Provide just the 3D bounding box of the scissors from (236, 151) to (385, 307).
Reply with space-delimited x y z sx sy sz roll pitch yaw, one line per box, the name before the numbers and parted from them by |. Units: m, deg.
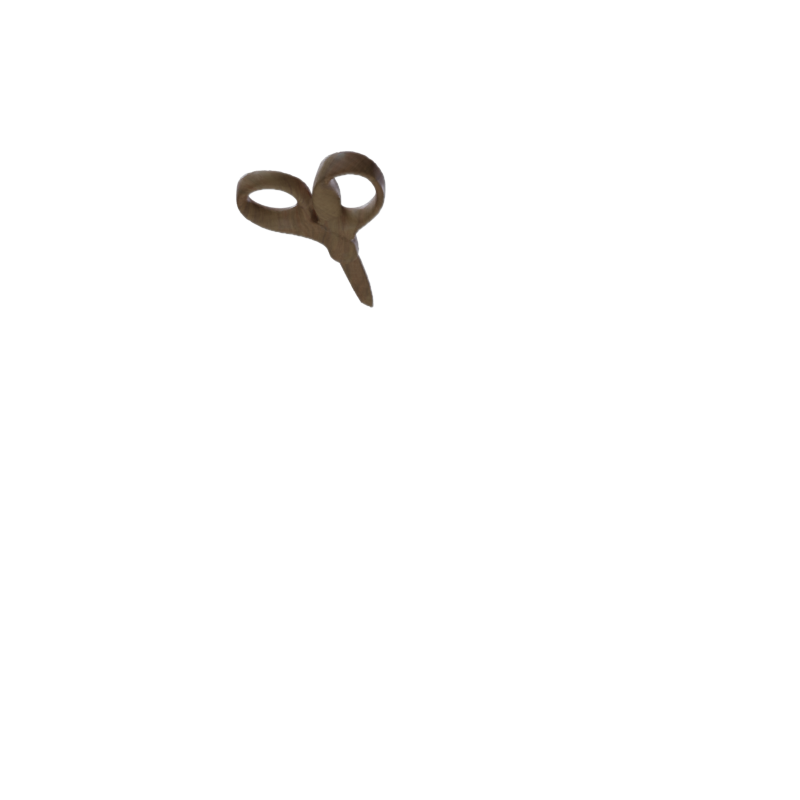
scissors | -0.055 -0.100 0.700 0.095 0.017 0.193 2 -20 -6
